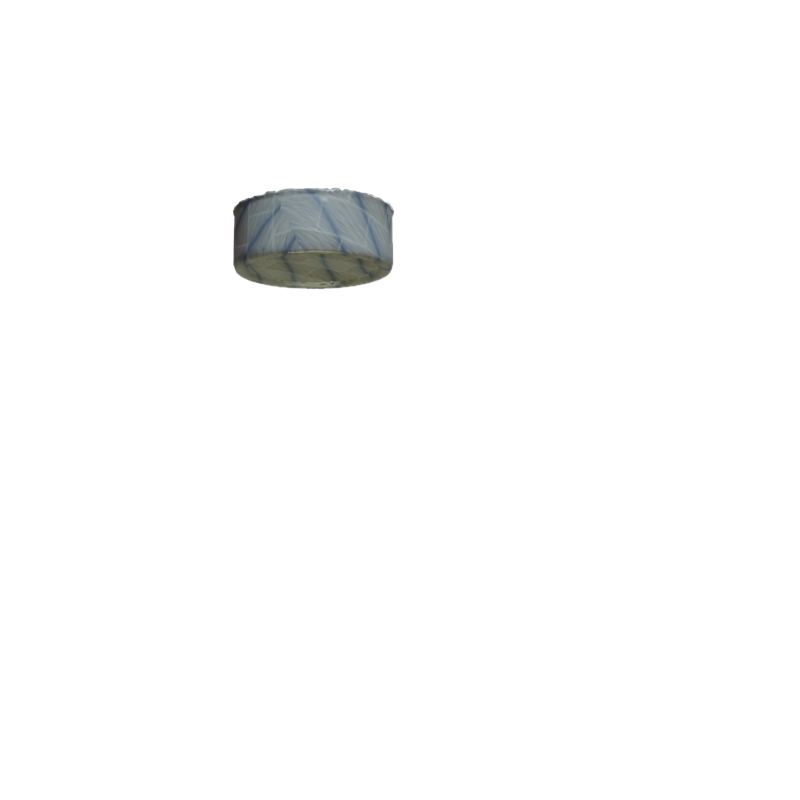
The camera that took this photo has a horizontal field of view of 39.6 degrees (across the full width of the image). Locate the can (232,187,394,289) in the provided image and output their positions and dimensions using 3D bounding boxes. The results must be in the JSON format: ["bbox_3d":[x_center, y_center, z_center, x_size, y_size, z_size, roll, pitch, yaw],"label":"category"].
[{"bbox_3d":[-0.046,-0.084,0.588,0.086,0.035,0.084,0,-8,-2],"label":"can"}]
